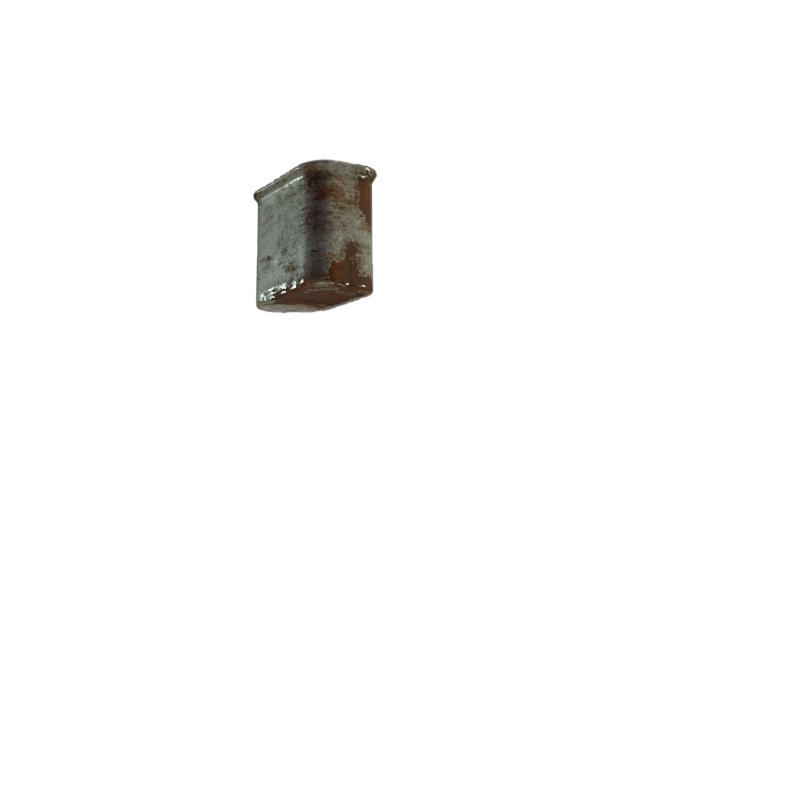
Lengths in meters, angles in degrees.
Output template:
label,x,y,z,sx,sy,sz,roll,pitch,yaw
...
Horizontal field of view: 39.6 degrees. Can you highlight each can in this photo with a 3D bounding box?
label,x,y,z,sx,sy,sz,roll,pitch,yaw
can,-0.059,-0.108,0.758,0.055,0.086,0.103,7,-13,-32
